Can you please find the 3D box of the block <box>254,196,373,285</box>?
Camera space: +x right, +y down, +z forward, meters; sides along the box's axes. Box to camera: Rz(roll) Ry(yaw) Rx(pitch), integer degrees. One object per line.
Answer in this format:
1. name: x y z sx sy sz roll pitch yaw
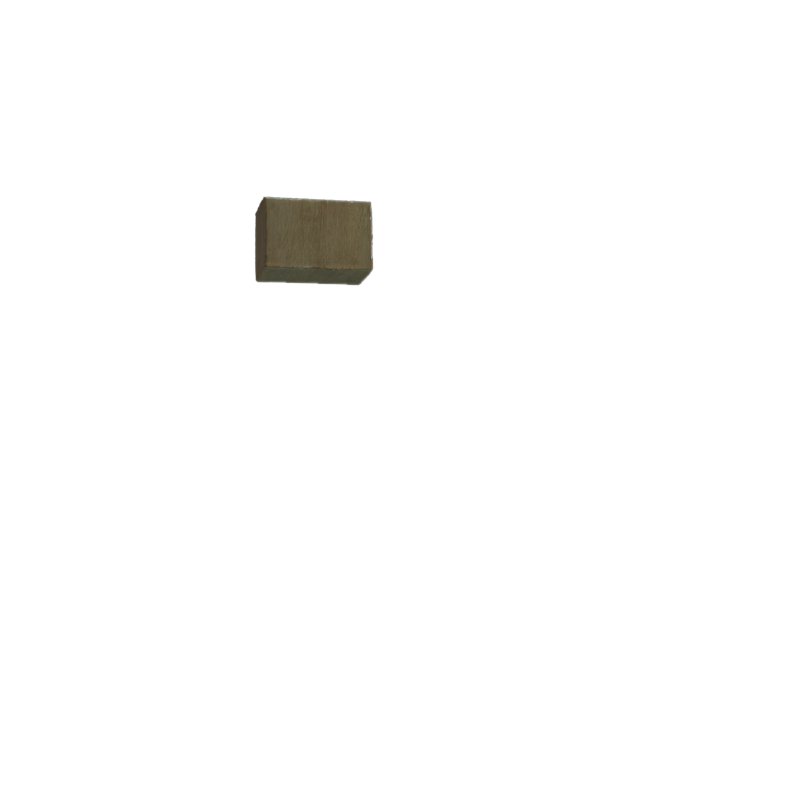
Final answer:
1. block: -0.061 -0.112 0.782 0.077 0.053 0.052 1 -10 -12
